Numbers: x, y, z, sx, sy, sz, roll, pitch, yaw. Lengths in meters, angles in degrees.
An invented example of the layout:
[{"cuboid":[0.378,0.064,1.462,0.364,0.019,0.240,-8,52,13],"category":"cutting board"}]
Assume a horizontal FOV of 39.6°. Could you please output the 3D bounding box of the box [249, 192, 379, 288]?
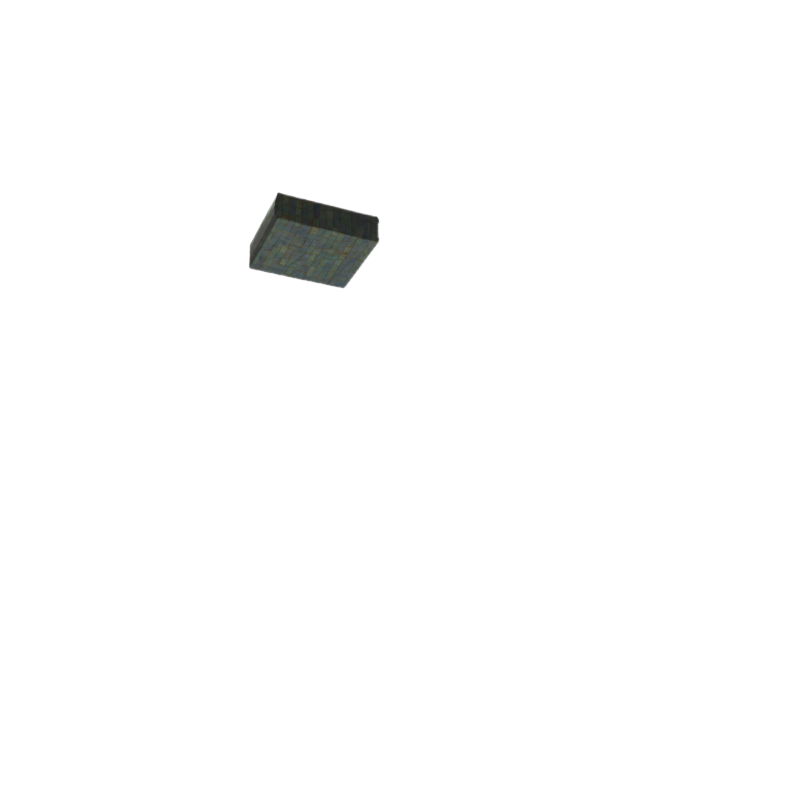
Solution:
[{"cuboid":[-0.071,-0.129,0.907,0.087,0.032,0.071,11,-33,-18],"category":"box"}]
